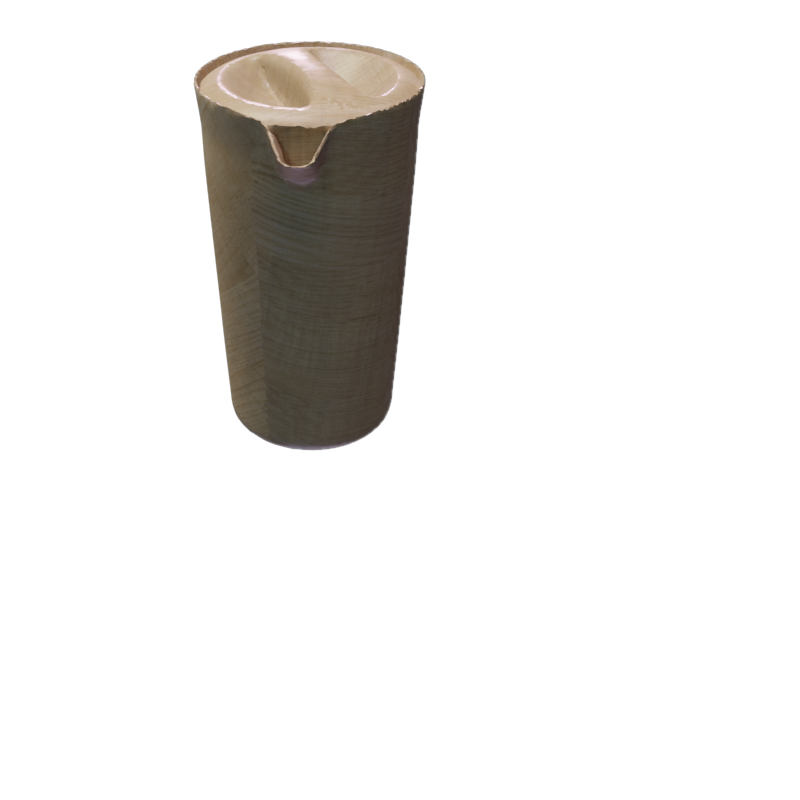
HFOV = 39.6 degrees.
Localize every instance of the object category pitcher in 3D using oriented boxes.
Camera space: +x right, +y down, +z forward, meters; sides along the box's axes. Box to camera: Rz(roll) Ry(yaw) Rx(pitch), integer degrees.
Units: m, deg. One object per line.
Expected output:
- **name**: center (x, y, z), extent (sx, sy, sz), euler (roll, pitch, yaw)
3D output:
- **pitcher**: center (-0.055, -0.100, 0.702), extent (0.148, 0.228, 0.155), euler (-25, 41, -37)
